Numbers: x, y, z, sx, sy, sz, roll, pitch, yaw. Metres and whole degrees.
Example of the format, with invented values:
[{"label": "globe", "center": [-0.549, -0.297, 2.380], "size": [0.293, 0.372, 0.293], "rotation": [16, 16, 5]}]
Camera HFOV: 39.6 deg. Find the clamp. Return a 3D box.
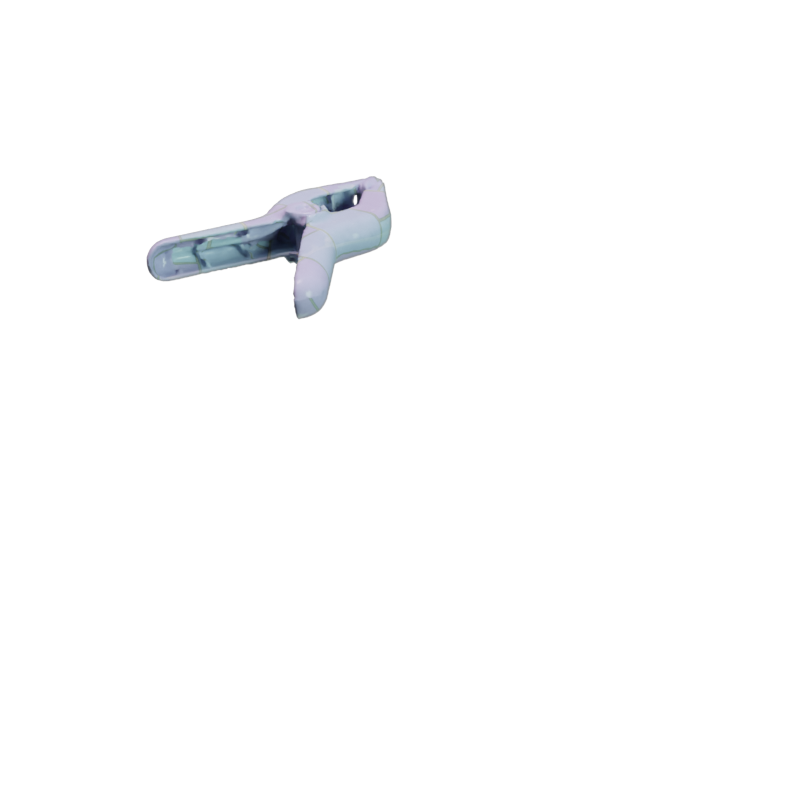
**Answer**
[{"label": "clamp", "center": [-0.052, -0.095, 0.665], "size": [0.128, 0.037, 0.171], "rotation": [26, 42, 34]}]
